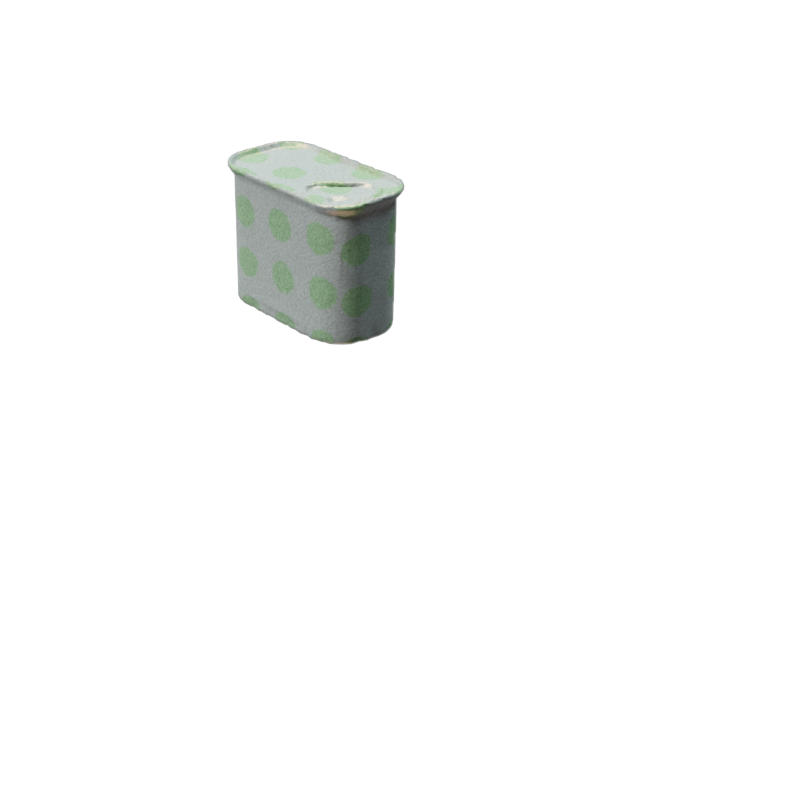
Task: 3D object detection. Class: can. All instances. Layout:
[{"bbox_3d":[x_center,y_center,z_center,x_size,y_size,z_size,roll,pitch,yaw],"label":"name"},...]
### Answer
[{"bbox_3d":[-0.048,-0.087,0.609,0.057,0.079,0.109,-22,36,-37],"label":"can"}]
